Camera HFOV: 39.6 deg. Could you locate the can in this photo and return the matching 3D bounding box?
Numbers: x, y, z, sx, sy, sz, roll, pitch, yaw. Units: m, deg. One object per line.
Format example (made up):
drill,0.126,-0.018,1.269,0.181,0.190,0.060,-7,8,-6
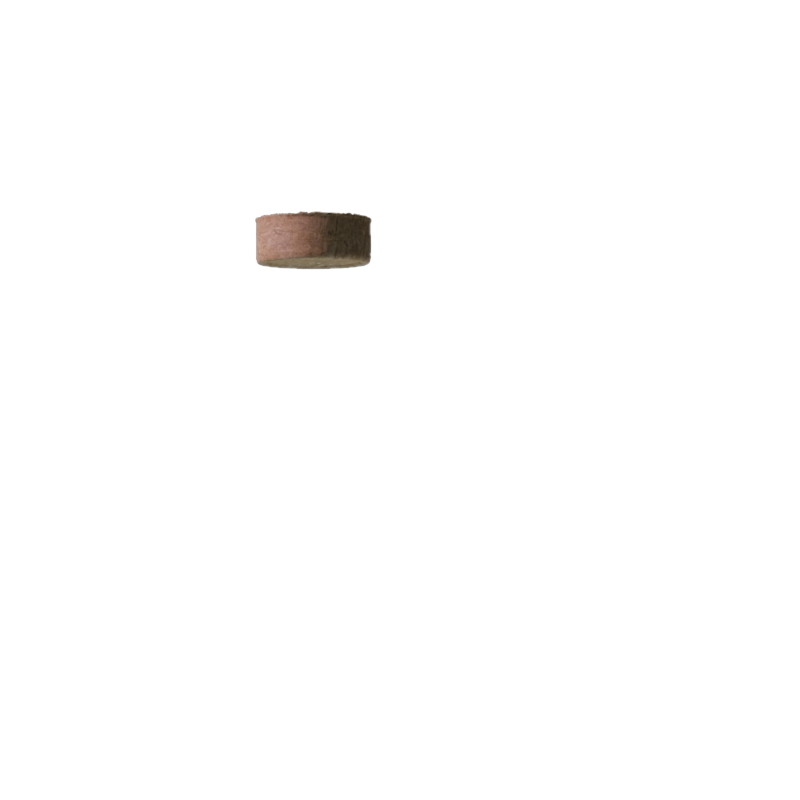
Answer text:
can,-0.064,-0.116,0.814,0.086,0.034,0.085,0,1,-2
